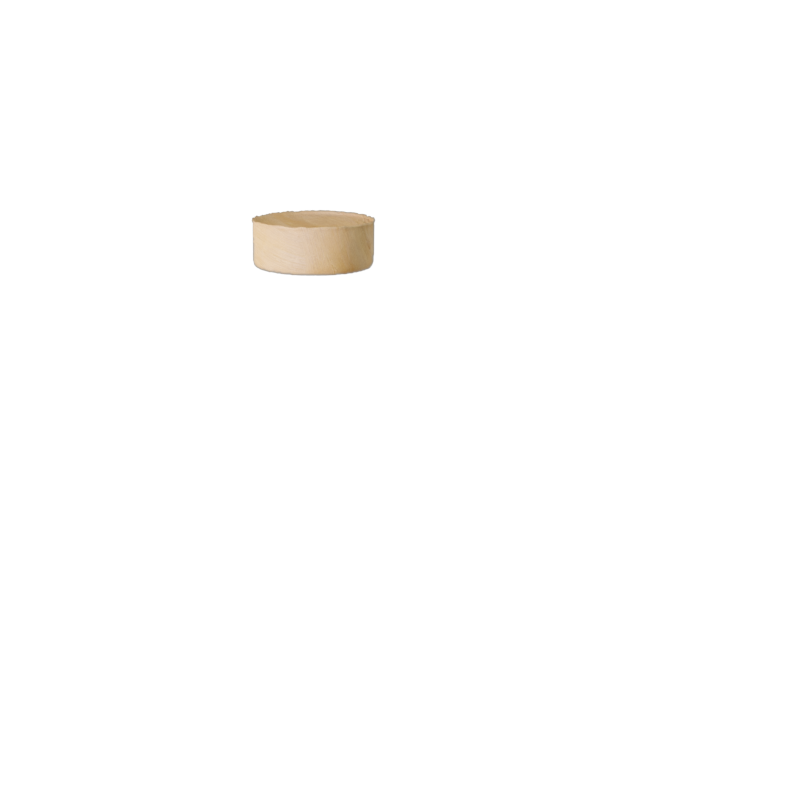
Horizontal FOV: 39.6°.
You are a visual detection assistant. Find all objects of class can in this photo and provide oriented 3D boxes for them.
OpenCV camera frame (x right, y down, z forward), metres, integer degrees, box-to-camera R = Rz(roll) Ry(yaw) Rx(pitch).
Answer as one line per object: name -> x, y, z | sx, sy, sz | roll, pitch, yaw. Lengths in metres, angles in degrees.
can -> -0.060, -0.110, 0.773 | 0.086, 0.033, 0.089 | 0, 16, -2
